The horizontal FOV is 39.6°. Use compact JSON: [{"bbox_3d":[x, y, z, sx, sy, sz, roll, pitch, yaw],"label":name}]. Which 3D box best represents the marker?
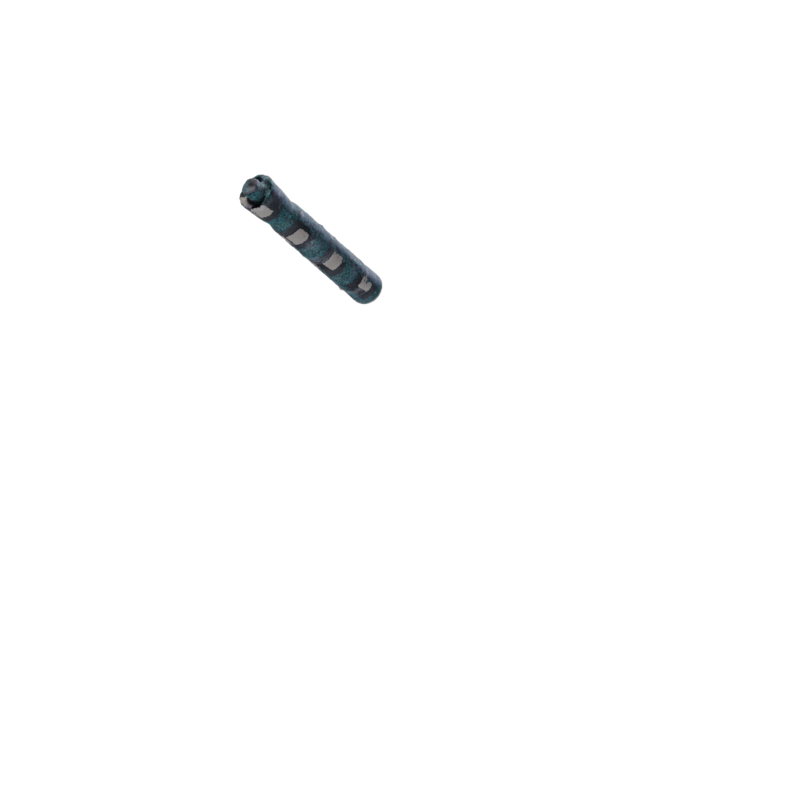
[{"bbox_3d":[-0.044,-0.080,0.562,0.020,0.020,0.112,3,-19,31],"label":"marker"}]
